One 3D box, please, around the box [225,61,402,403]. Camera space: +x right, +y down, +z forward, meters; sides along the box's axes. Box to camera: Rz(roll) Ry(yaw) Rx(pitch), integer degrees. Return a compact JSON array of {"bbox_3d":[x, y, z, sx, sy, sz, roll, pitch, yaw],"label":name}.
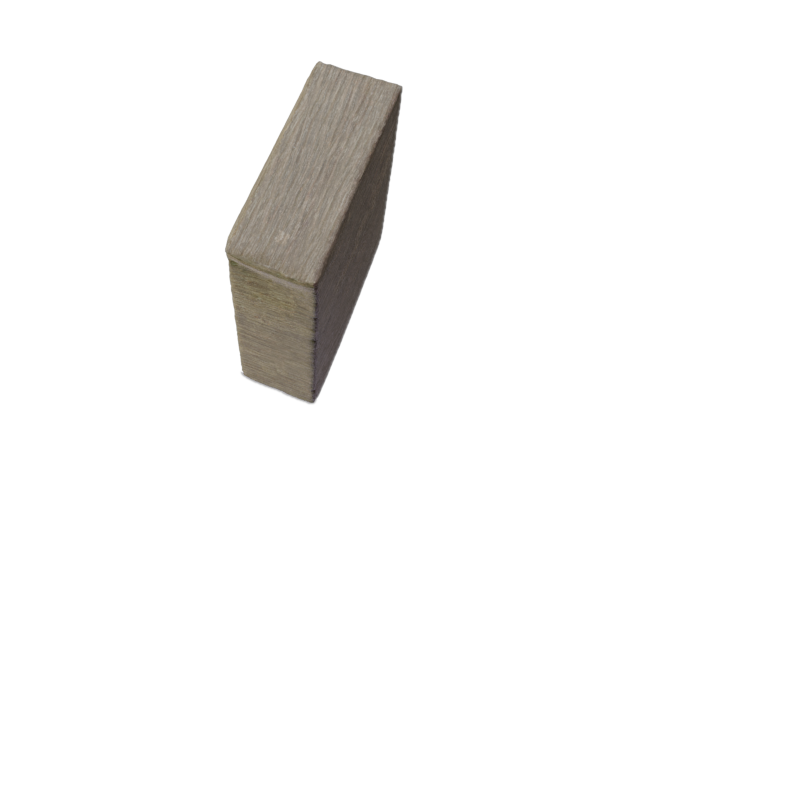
[{"bbox_3d":[-0.063,-0.115,0.807,0.073,0.171,0.203,19,-23,4],"label":"box"}]
